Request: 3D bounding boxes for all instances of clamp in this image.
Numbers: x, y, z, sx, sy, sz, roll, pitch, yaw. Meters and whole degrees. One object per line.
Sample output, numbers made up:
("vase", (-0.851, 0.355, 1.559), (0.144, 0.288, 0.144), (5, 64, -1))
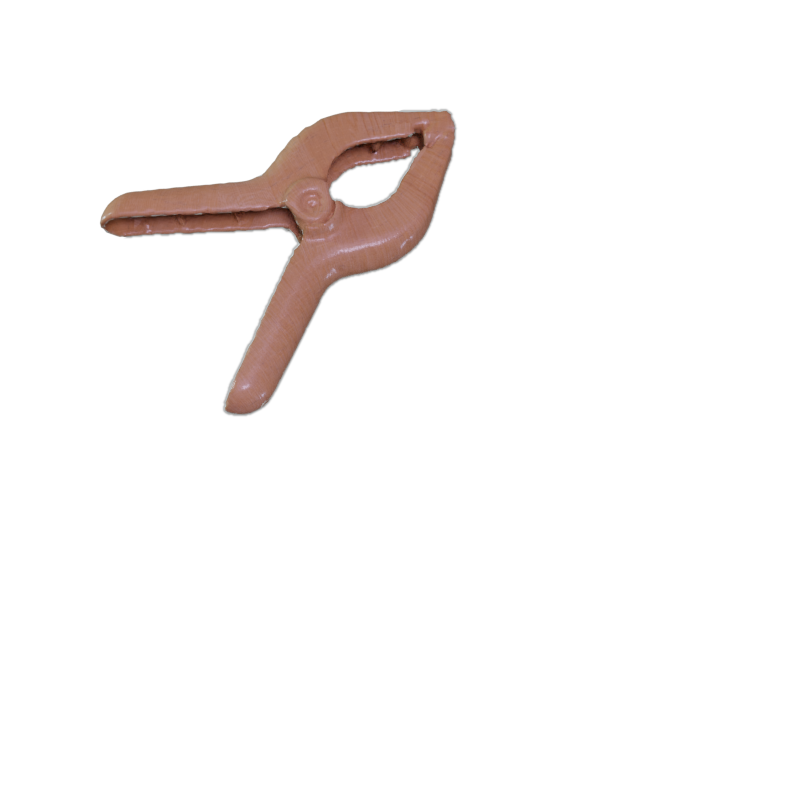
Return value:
("clamp", (-0.040, -0.073, 0.515), (0.171, 0.124, 0.038), (-26, -13, -7))
